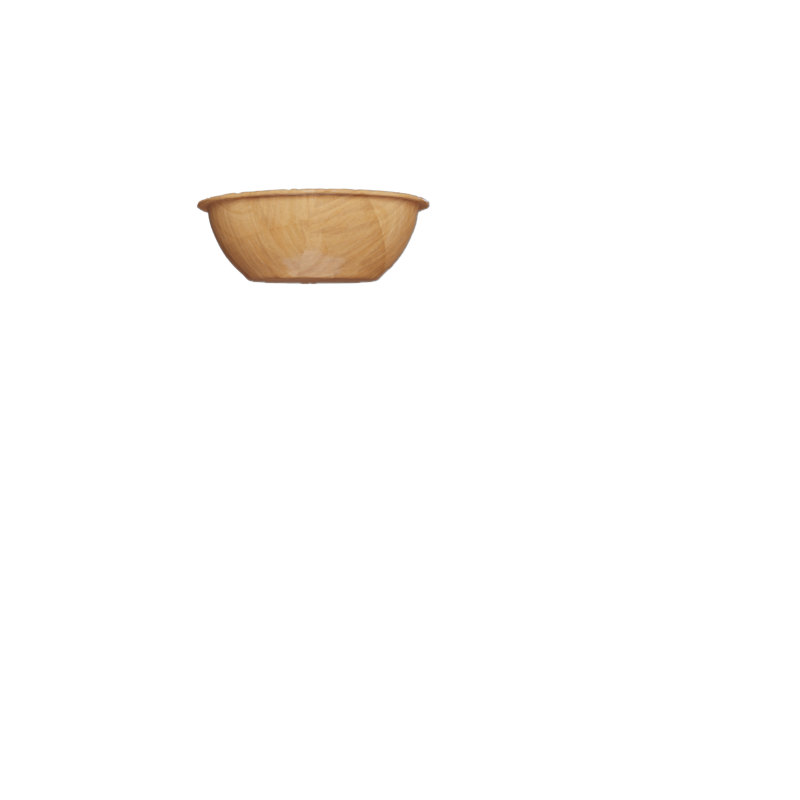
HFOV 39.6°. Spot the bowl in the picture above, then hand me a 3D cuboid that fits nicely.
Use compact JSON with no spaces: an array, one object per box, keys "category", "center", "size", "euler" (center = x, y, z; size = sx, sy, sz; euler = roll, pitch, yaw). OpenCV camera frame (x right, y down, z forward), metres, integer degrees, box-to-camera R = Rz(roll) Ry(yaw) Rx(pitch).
[{"category":"bowl","center":[-0.060,-0.110,0.771],"size":[0.162,0.055,0.162],"euler":[0,3,-2]}]
